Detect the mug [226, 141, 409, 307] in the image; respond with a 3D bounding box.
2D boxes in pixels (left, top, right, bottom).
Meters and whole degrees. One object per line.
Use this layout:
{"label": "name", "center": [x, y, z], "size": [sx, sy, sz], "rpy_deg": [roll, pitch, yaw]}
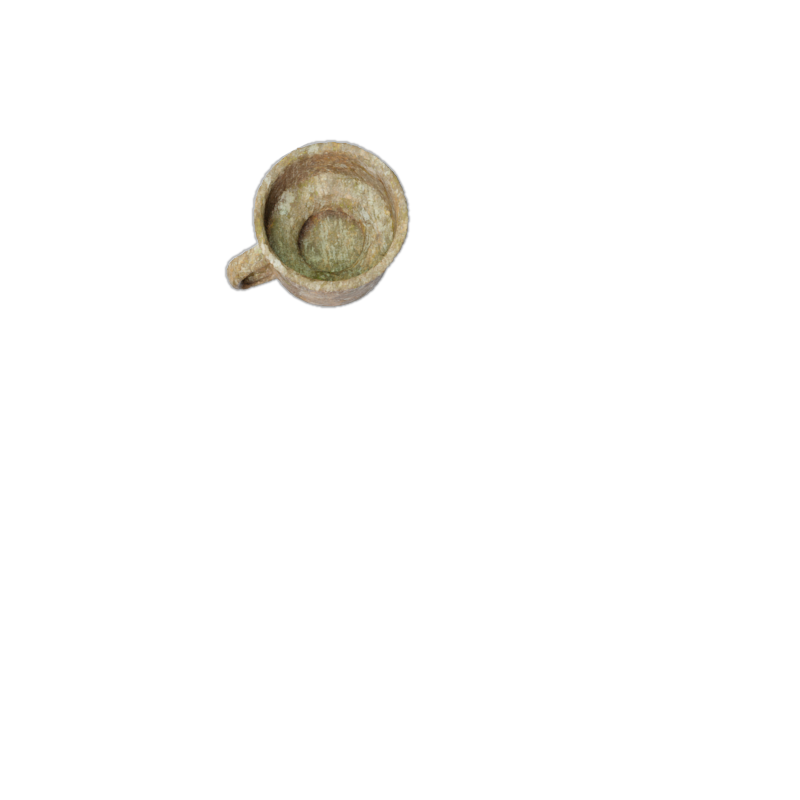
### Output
{"label": "mug", "center": [-0.054, -0.099, 0.695], "size": [0.117, 0.096, 0.079], "rpy_deg": [-29, -9, -7]}
